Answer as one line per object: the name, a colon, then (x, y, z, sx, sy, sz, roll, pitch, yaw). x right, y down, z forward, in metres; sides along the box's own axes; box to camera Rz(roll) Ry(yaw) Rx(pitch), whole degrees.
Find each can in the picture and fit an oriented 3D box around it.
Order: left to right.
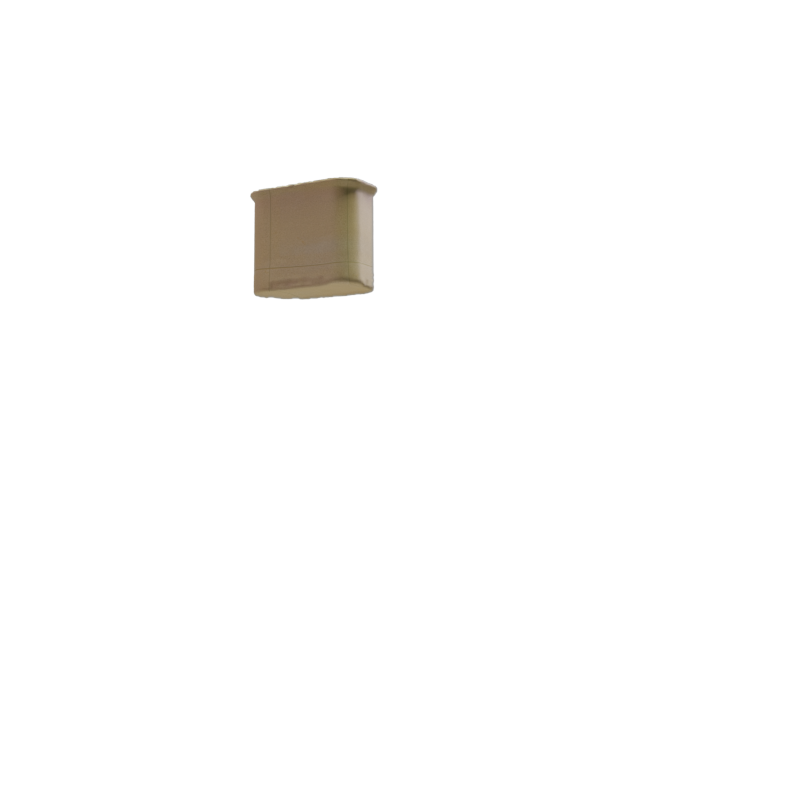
can: (-0.069, -0.126, 0.883, 0.105, 0.086, 0.055, -4, -10, 30)
